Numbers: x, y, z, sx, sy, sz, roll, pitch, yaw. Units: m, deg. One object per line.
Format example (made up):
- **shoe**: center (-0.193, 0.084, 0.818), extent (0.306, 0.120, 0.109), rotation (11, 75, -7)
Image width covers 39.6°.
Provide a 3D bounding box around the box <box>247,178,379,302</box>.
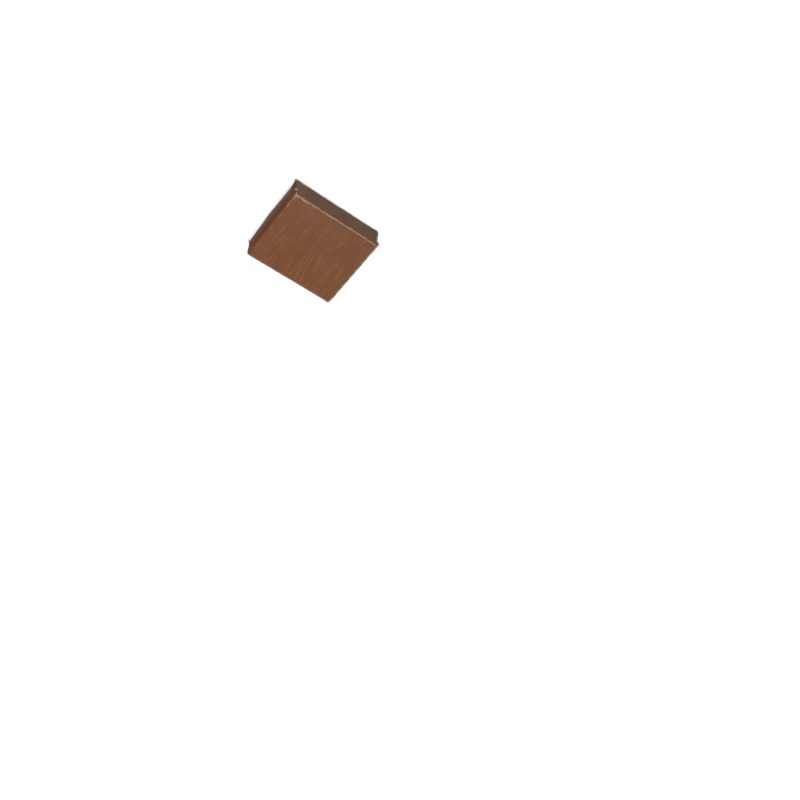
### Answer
- **box**: center (-0.074, -0.135, 0.945), extent (0.086, 0.071, 0.032), rotation (31, 27, -18)
